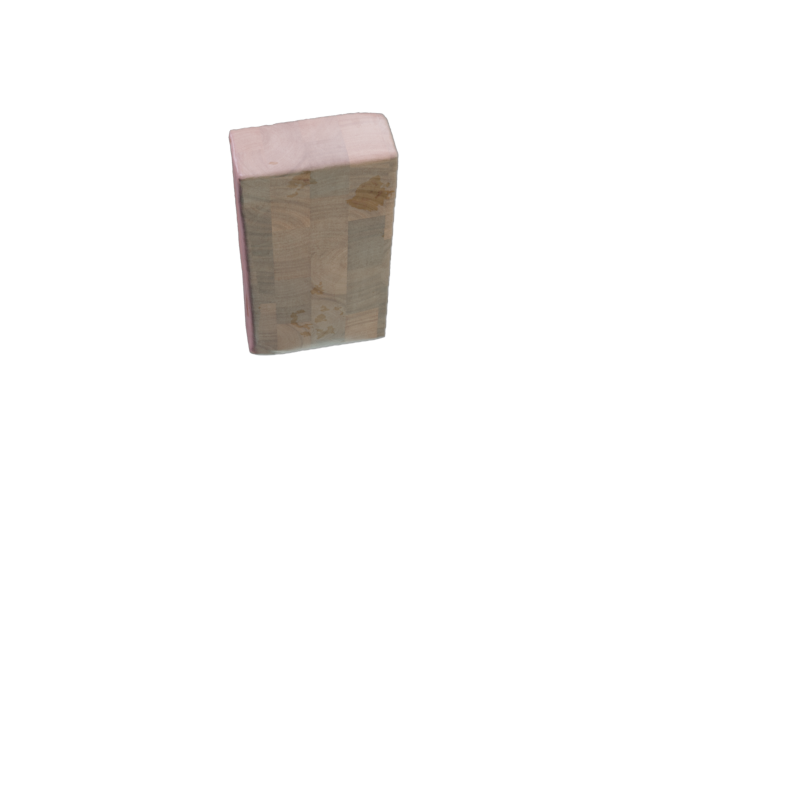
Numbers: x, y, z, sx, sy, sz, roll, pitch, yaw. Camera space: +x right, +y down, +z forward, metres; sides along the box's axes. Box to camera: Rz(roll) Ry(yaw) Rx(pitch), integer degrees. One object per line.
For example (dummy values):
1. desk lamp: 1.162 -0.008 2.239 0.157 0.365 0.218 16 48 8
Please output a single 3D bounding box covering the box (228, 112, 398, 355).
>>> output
1. box: -0.053 -0.098 0.683 0.092 0.052 0.164 -8 -37 -9
